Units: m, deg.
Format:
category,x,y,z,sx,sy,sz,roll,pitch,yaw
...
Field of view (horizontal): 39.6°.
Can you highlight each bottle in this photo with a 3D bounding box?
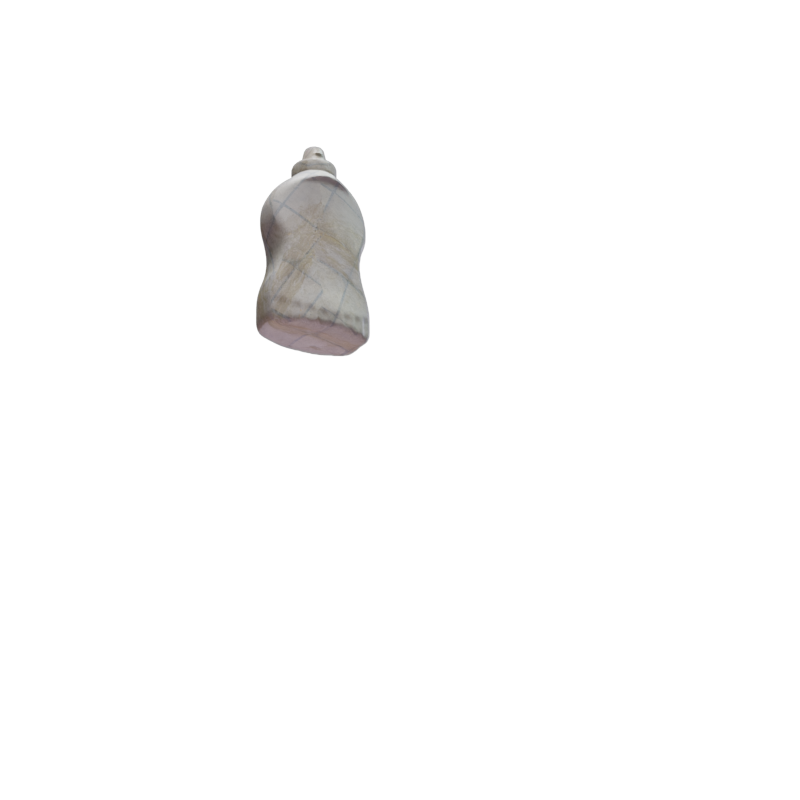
category,x,y,z,sx,sy,sz,roll,pitch,yaw
bottle,-0.075,-0.138,0.967,0.092,0.204,0.057,12,-32,-25
